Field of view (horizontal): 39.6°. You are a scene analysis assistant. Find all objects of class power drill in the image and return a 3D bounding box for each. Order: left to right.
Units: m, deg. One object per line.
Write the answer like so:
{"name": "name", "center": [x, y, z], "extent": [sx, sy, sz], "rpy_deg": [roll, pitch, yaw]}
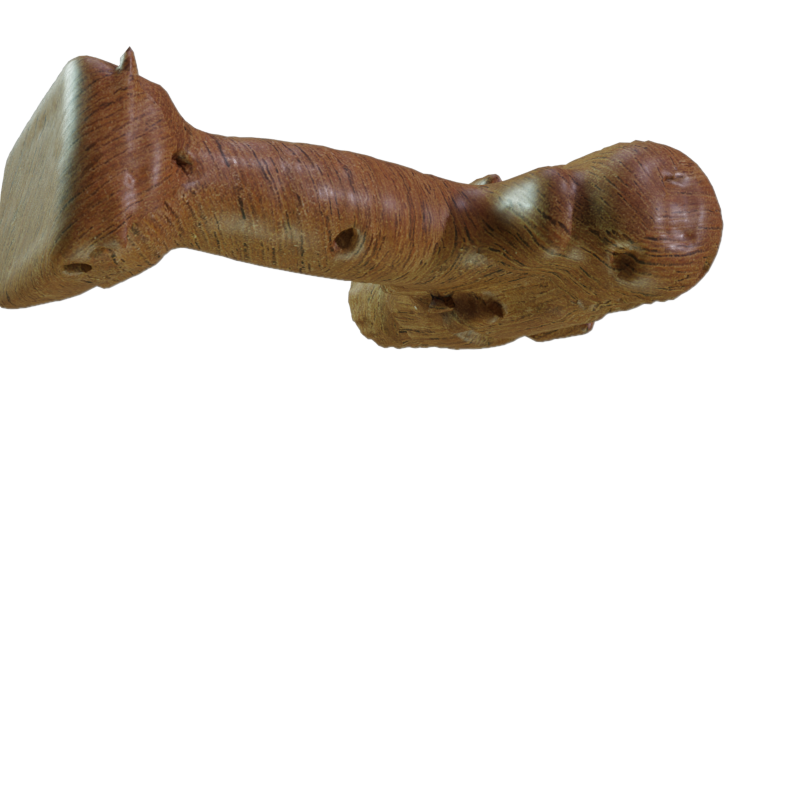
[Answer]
{"name": "power drill", "center": [-0.028, -0.050, 0.352], "extent": [0.181, 0.059, 0.186], "rpy_deg": [3, -7, -26]}
